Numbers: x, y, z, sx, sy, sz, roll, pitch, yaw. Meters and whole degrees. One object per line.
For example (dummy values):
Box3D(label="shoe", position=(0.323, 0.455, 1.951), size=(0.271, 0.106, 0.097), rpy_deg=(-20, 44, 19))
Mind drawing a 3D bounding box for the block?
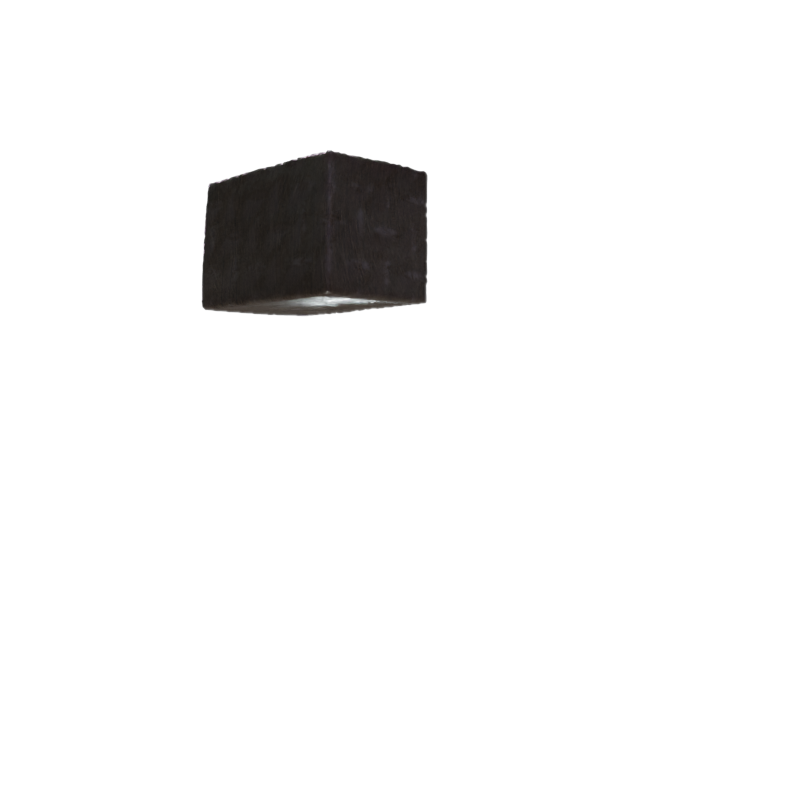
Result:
Box3D(label="block", position=(-0.034, -0.062, 0.431), size=(0.050, 0.052, 0.080), rpy_deg=(5, -6, -43))
